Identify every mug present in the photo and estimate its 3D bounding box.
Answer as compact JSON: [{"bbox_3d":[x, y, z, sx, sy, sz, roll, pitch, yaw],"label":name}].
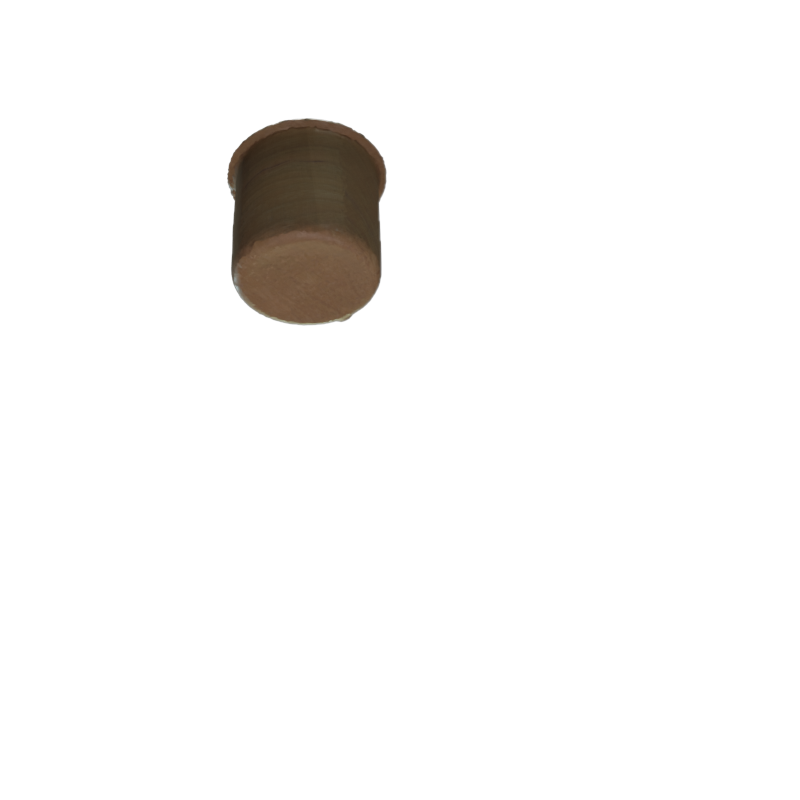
[{"bbox_3d":[-0.049,-0.090,0.628,0.094,0.087,0.108,-11,-39,11],"label":"mug"}]
